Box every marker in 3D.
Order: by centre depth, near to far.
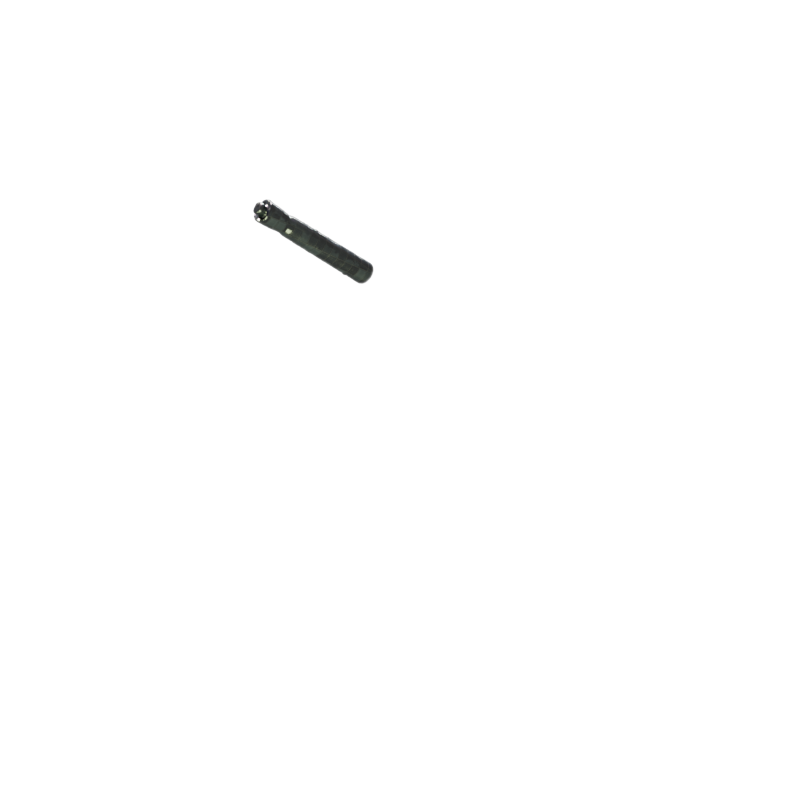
[{"bbox_3d":[-0.067,-0.123,0.859,0.113,0.020,0.021,28,-15,-39],"label":"marker"}]
